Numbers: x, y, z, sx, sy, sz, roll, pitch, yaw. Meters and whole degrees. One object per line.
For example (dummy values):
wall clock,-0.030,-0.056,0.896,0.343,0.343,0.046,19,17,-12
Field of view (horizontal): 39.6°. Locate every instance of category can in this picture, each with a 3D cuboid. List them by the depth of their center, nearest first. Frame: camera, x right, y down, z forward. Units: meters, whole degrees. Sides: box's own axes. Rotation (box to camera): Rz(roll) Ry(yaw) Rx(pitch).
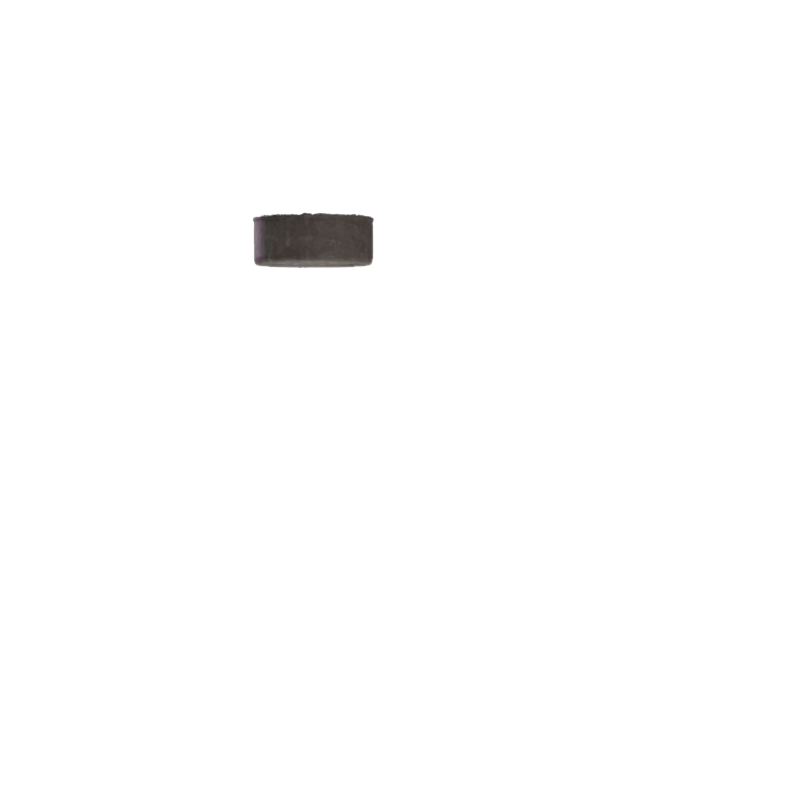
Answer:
can,-0.061,-0.112,0.784,0.086,0.034,0.086,0,3,-2
